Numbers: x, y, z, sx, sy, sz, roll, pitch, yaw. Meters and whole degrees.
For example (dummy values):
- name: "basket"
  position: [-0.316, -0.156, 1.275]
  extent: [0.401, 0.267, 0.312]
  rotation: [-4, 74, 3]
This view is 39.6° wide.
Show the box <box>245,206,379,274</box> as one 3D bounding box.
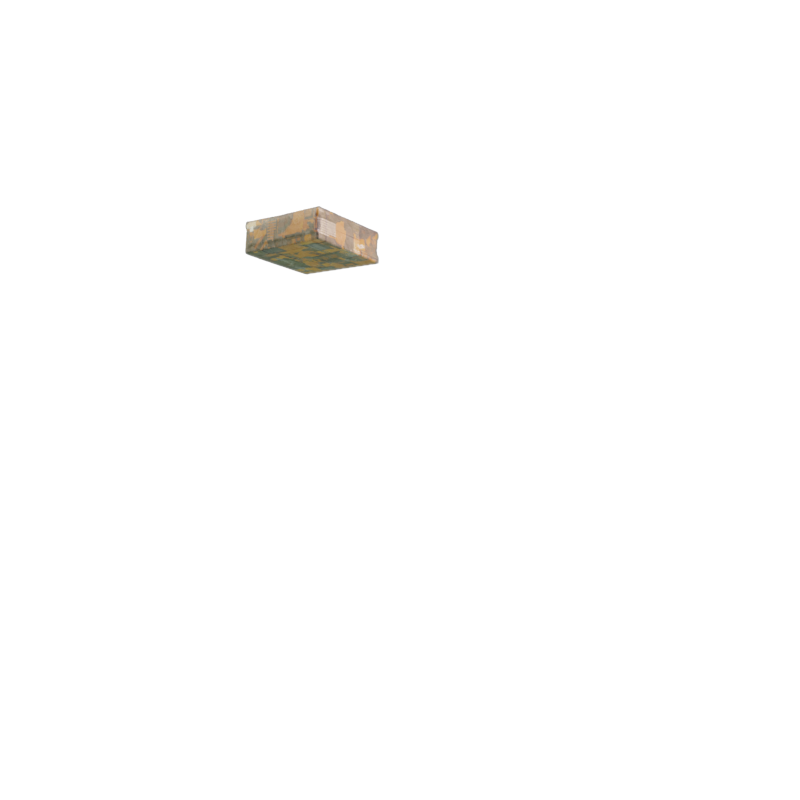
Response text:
- name: "box"
  position: [-0.070, -0.128, 0.898]
  extent: [0.075, 0.031, 0.084]
  rotation: [-6, -10, 33]
